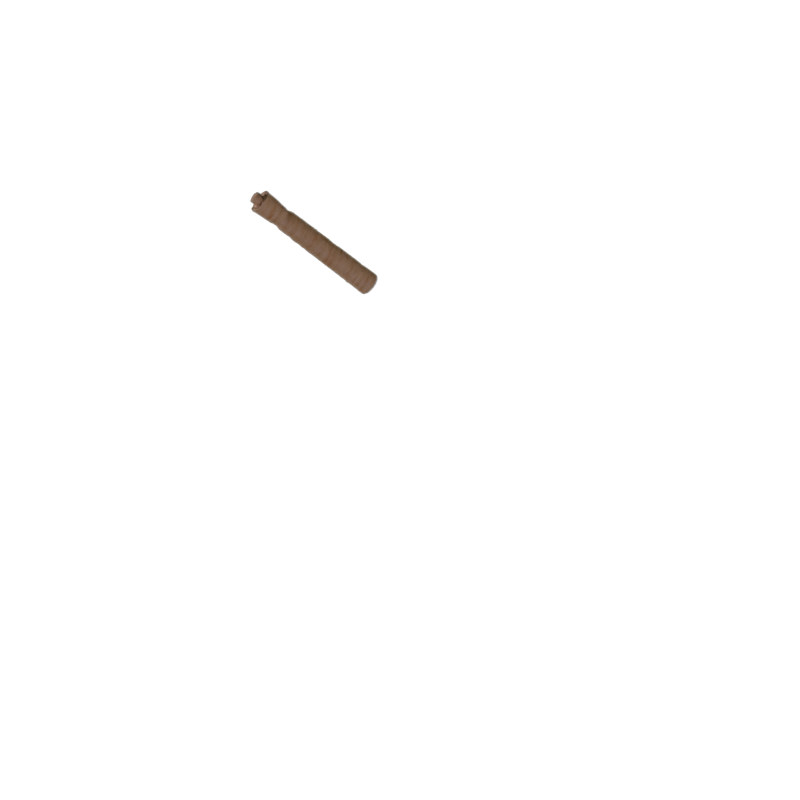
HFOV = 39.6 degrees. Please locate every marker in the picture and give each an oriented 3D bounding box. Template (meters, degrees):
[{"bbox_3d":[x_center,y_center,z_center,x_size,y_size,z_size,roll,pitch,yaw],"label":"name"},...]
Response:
[{"bbox_3d":[-0.067,-0.122,0.853,0.115,0.020,0.020,36,-13,-23],"label":"marker"}]
